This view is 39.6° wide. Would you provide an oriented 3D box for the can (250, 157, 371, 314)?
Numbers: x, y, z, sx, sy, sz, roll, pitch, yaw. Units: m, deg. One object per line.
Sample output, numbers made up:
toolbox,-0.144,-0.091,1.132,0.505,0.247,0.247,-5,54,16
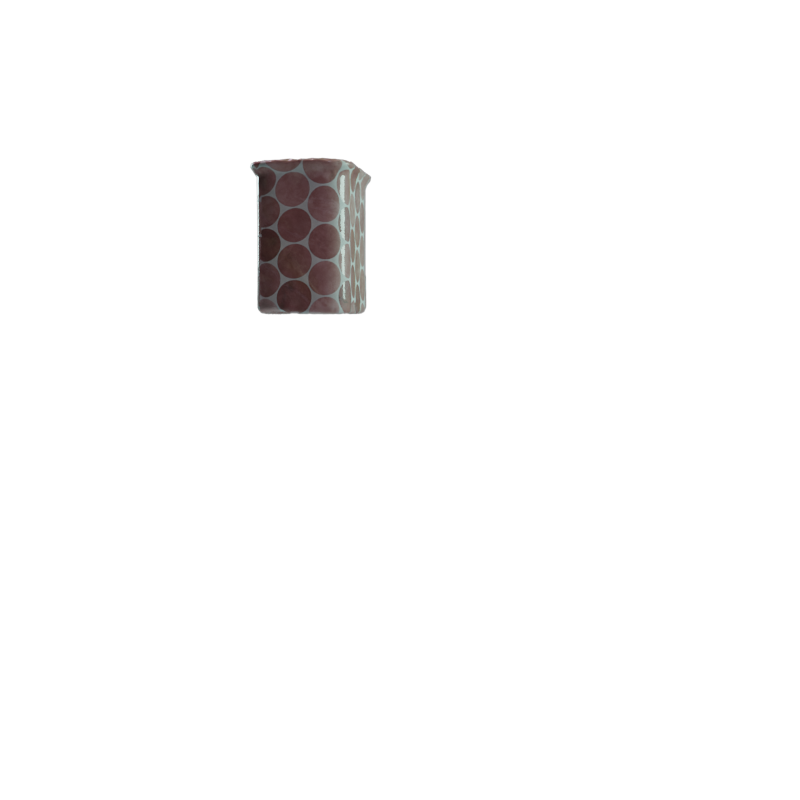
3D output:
can,-0.050,-0.091,0.640,0.058,0.084,0.100,0,1,8
